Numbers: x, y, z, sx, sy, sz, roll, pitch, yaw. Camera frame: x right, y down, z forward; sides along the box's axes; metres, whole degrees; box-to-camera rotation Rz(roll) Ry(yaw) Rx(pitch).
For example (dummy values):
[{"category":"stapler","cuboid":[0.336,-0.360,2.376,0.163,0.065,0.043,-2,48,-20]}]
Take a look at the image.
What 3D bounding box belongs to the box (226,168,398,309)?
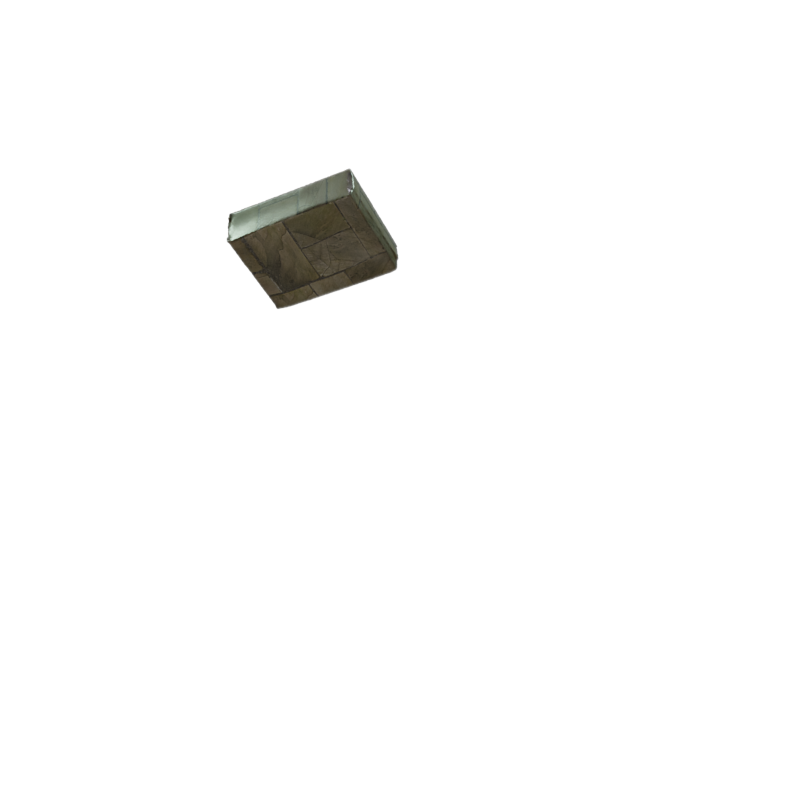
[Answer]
[{"category":"box","cuboid":[-0.070,-0.128,0.896,0.114,0.042,0.083,-19,-48,17]}]
